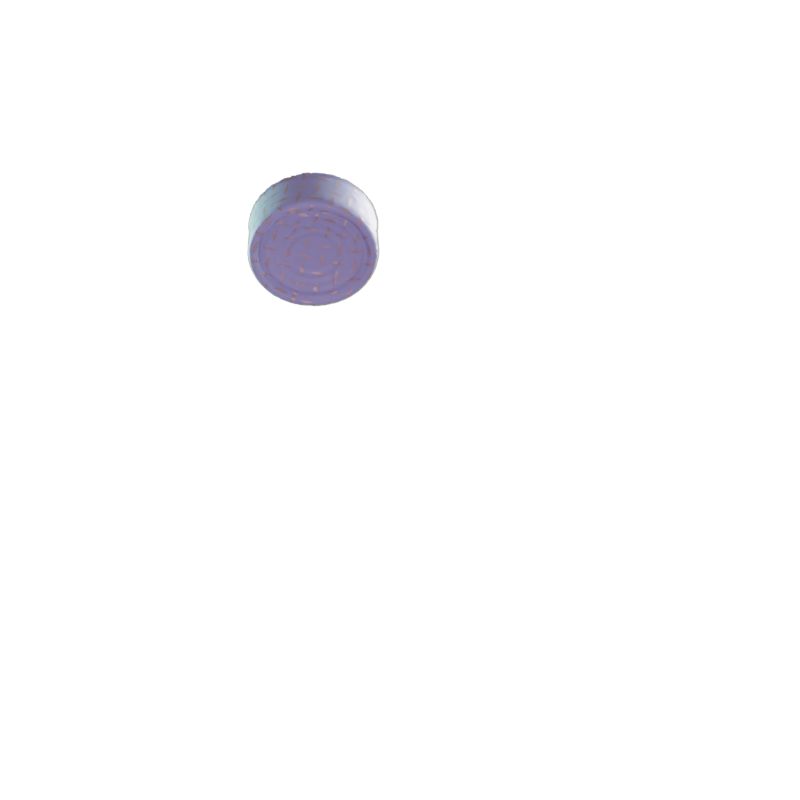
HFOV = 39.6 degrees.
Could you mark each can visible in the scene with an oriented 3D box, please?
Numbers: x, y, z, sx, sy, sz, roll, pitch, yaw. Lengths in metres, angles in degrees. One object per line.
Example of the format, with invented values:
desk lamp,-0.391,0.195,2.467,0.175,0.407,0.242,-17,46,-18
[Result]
can,-0.056,-0.103,0.718,0.086,0.080,0.036,1,39,-1
